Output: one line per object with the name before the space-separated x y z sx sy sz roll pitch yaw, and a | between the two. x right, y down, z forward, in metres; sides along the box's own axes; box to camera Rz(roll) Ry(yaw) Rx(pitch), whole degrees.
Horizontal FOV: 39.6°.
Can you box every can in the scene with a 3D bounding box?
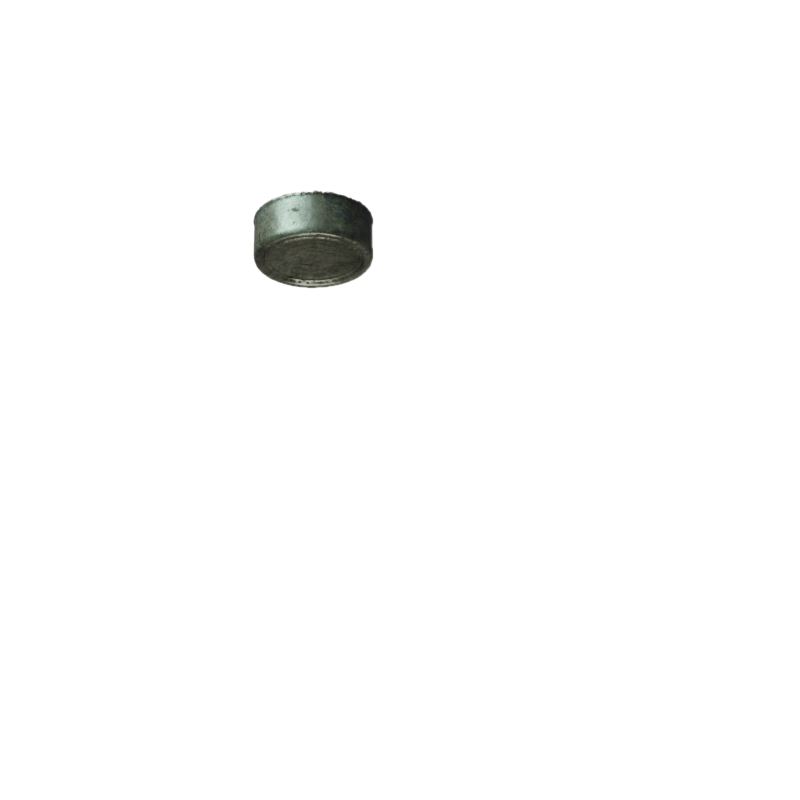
can | -0.062 -0.112 0.787 0.086 0.035 0.081 1 -23 -2
